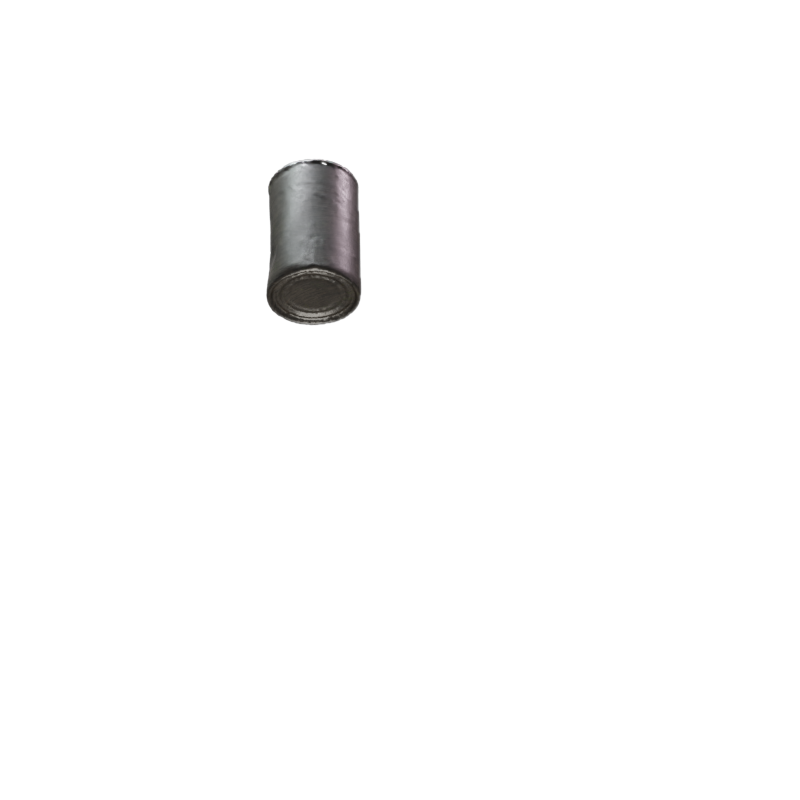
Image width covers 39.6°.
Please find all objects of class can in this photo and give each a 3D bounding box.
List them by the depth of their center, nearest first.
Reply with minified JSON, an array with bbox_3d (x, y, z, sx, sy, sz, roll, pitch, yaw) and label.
[{"bbox_3d":[-0.063,-0.114,0.799,0.068,0.109,0.064,-1,-36,-2],"label":"can"}]
